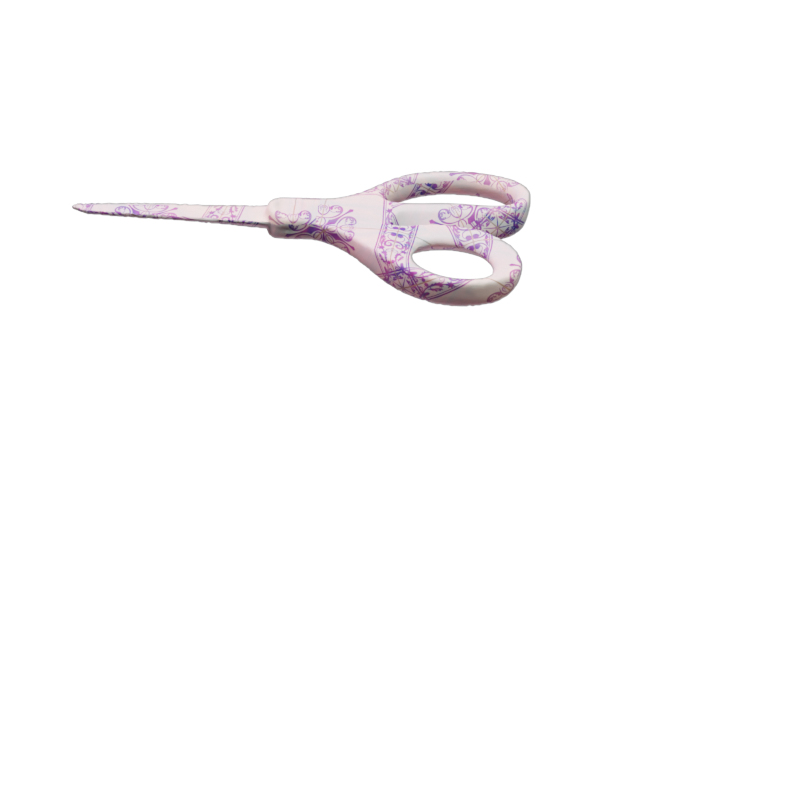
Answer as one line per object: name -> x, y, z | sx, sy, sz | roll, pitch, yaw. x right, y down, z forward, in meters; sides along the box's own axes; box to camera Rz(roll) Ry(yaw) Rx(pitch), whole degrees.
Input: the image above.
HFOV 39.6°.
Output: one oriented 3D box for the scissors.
scissors -> -0.037, -0.067, 0.473 | 0.200, 0.015, 0.104 | -7, 40, -9
